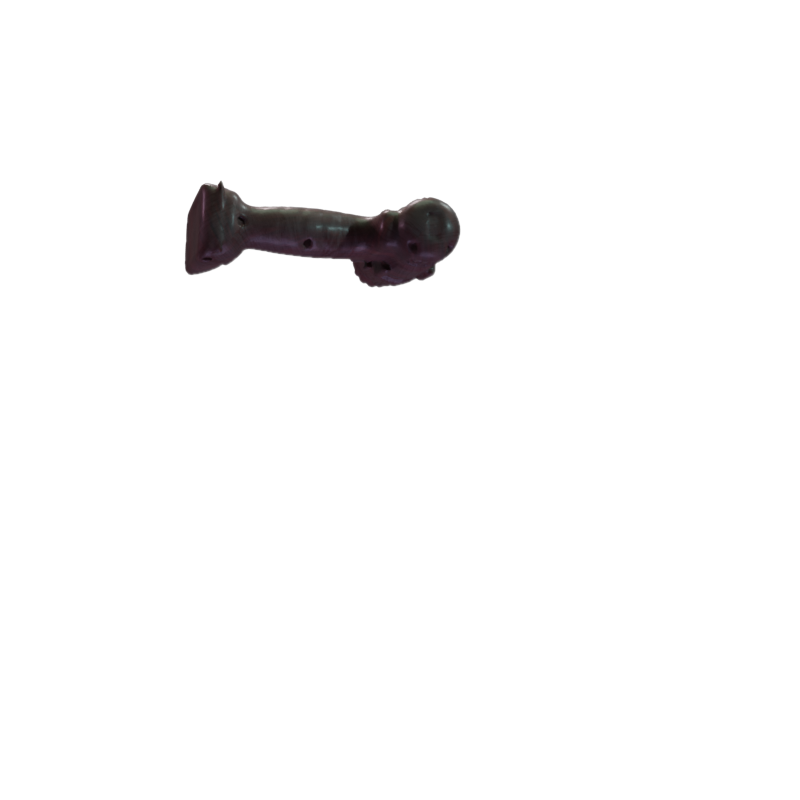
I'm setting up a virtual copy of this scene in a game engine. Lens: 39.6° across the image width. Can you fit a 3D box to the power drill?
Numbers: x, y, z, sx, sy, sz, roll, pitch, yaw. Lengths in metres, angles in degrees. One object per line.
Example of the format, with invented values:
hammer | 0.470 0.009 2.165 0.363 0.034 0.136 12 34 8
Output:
power drill | -0.065 -0.119 0.835 0.184 0.059 0.184 1 -5 -13
